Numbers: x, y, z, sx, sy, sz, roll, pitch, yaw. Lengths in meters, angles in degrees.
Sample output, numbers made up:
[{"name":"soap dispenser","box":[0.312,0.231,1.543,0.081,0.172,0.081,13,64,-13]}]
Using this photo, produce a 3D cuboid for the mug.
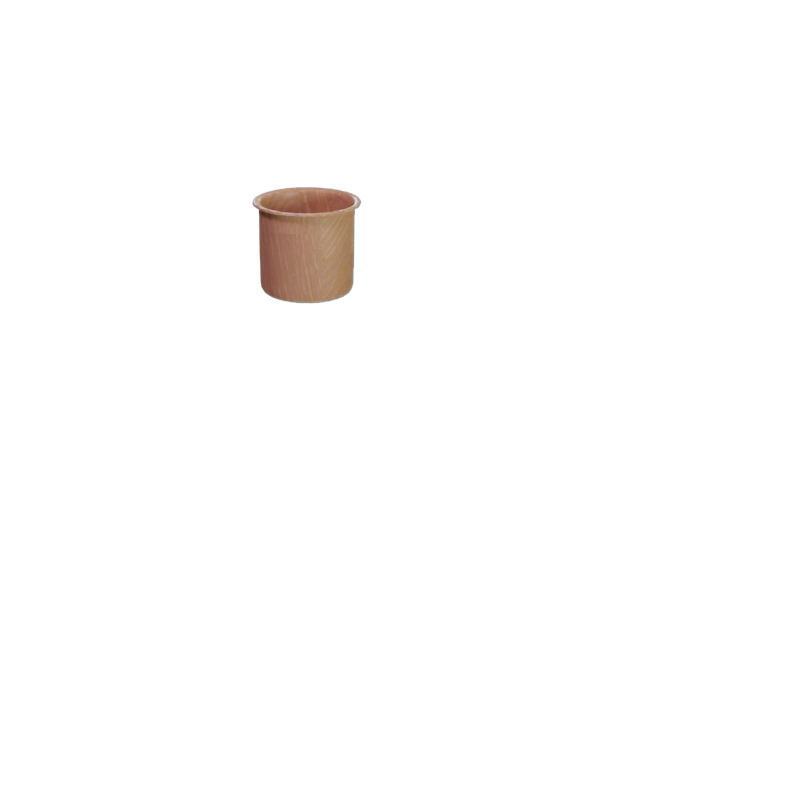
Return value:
[{"name":"mug","box":[-0.076,-0.138,0.968,0.097,0.078,0.118,10,24,23]}]
